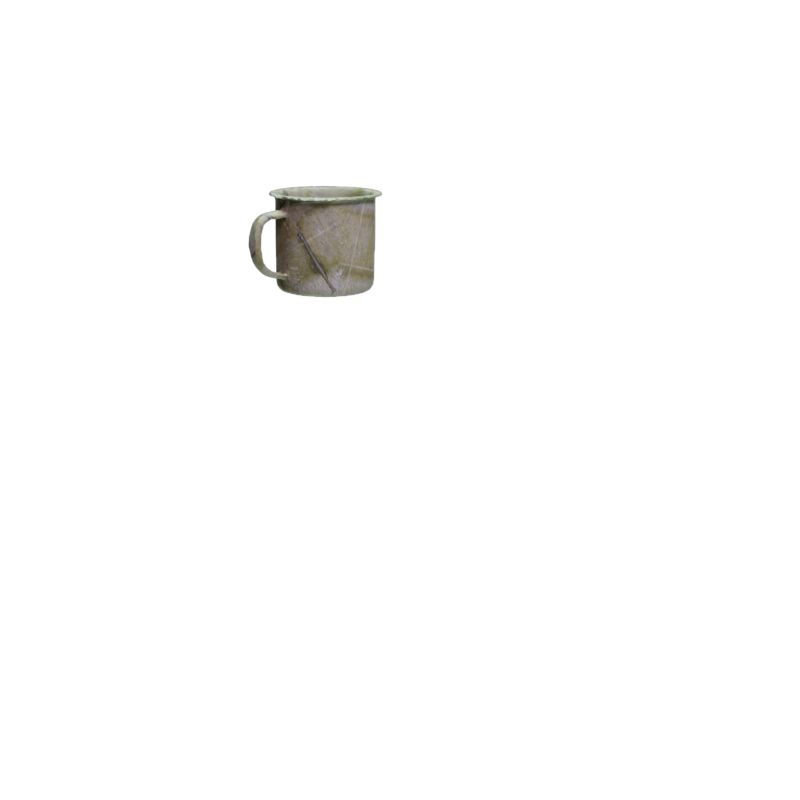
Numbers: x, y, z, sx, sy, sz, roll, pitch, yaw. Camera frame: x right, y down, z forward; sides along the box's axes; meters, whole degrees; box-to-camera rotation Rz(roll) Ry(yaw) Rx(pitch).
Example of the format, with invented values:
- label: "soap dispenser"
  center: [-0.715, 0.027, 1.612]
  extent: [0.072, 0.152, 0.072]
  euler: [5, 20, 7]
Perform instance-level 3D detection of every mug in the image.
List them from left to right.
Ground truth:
- label: "mug"
  center: [-0.071, -0.130, 0.909]
  extent: [0.114, 0.079, 0.098]
  euler: [-10, 17, -36]
